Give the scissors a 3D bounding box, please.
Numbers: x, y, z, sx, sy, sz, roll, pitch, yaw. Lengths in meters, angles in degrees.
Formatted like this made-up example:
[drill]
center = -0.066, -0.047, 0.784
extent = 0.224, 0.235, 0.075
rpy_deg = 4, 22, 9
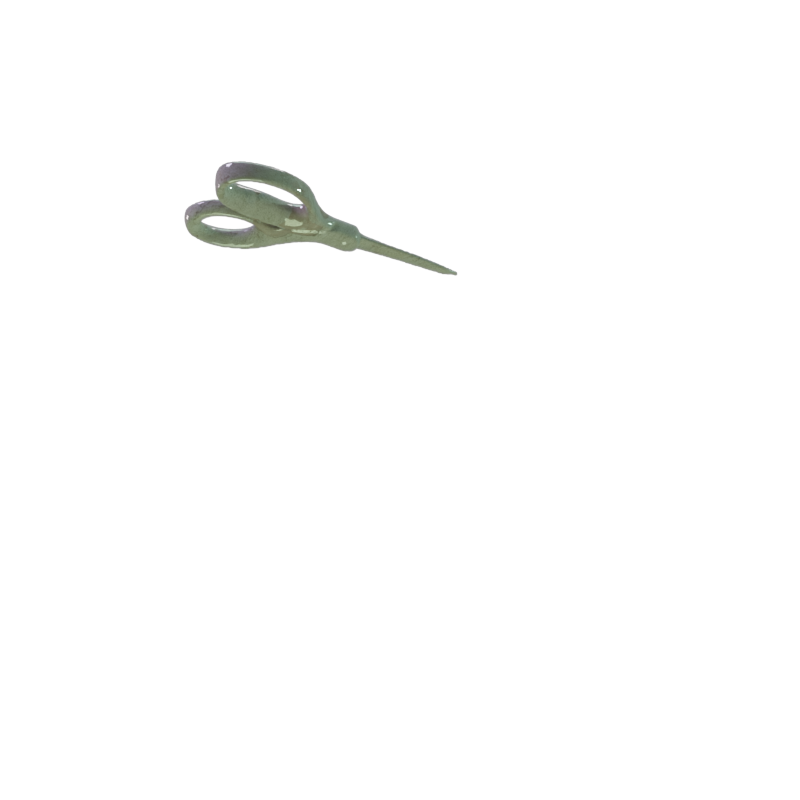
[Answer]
[scissors]
center = -0.057, -0.104, 0.727
extent = 0.097, 0.017, 0.188
rpy_deg = -16, -26, 35
